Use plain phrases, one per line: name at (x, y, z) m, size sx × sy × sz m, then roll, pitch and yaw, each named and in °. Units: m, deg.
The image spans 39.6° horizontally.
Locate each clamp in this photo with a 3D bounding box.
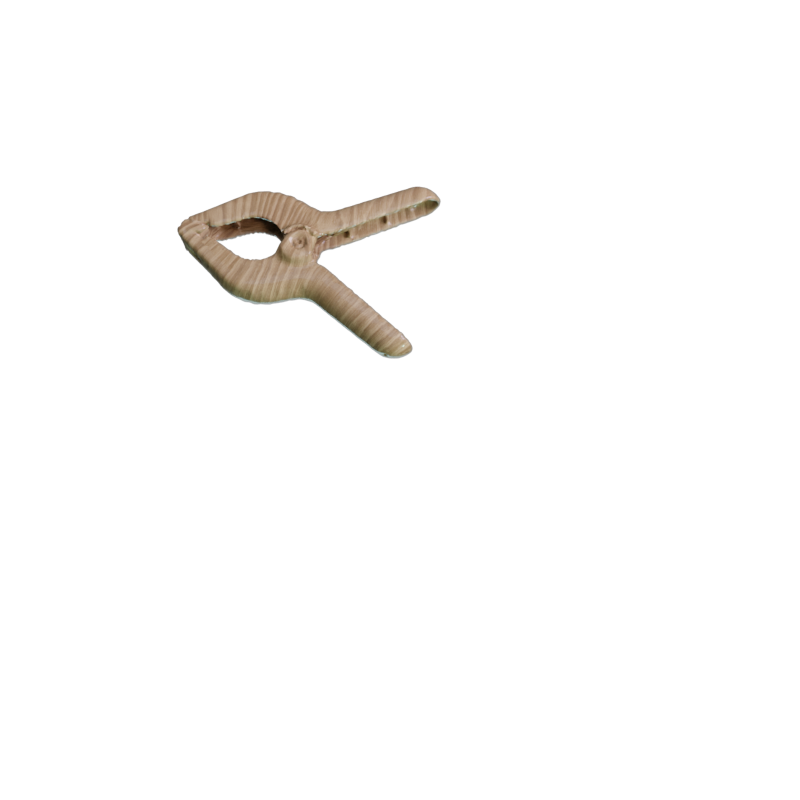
clamp at (-0.057, -0.104, 0.730) m, size 0.175 × 0.125 × 0.037 m, roll 18°, pitch -28°, yaw 10°
